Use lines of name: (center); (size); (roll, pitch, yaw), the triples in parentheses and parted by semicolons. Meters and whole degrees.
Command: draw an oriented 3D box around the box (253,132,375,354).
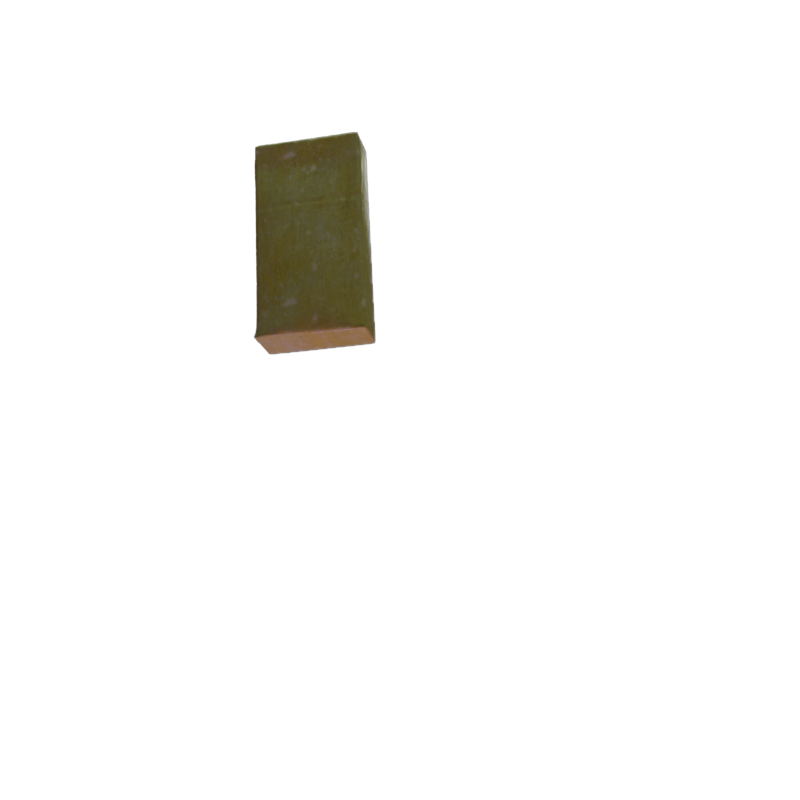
box: (-0.071, -0.131, 0.915); (0.094, 0.186, 0.045); (-7, -25, 11)
